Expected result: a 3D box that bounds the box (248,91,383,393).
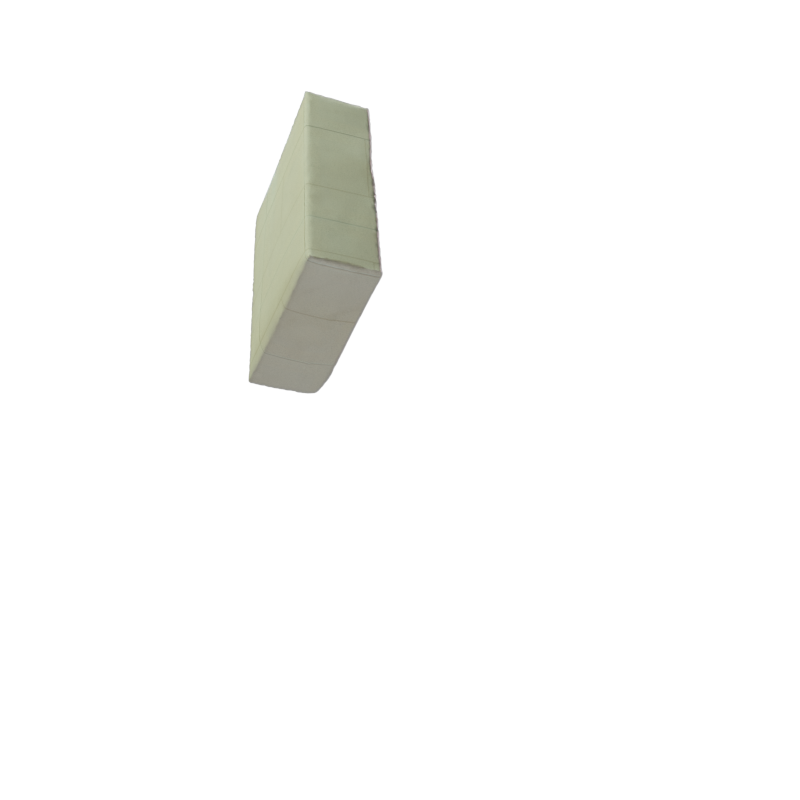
[{"bbox_3d":[-0.076,-0.139,0.975,0.070,0.230,0.157,13,-45,-18],"label":"box"}]
